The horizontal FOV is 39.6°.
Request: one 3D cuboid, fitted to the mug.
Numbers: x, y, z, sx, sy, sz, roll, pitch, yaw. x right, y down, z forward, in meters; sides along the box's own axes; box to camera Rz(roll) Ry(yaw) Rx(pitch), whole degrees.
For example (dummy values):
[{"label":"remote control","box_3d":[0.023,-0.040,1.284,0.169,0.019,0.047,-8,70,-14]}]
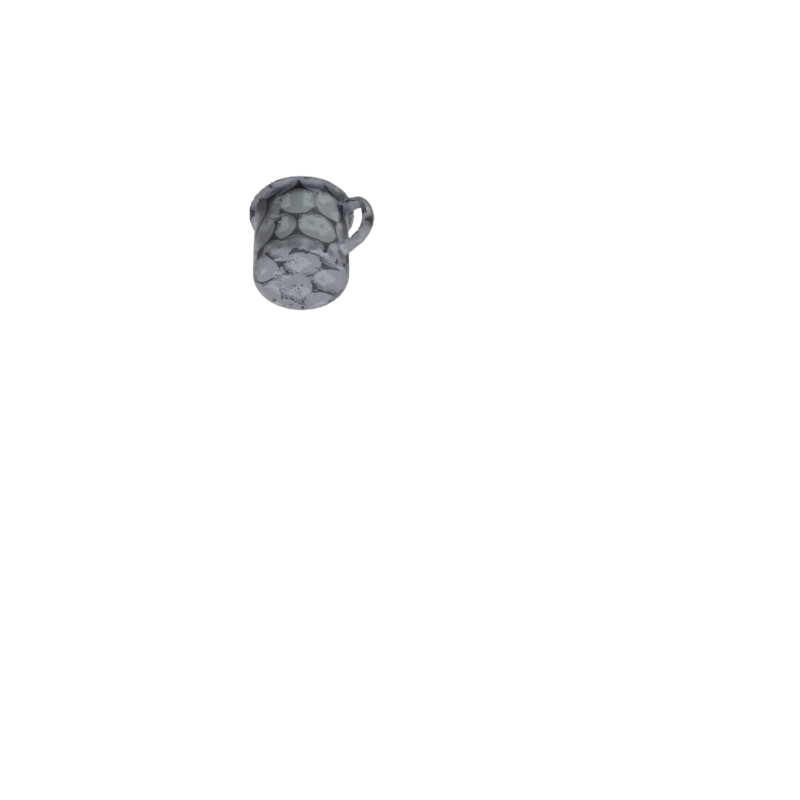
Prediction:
[{"label":"mug","box_3d":[-0.074,-0.135,0.949,0.118,0.087,0.086,-20,-44,20]}]
